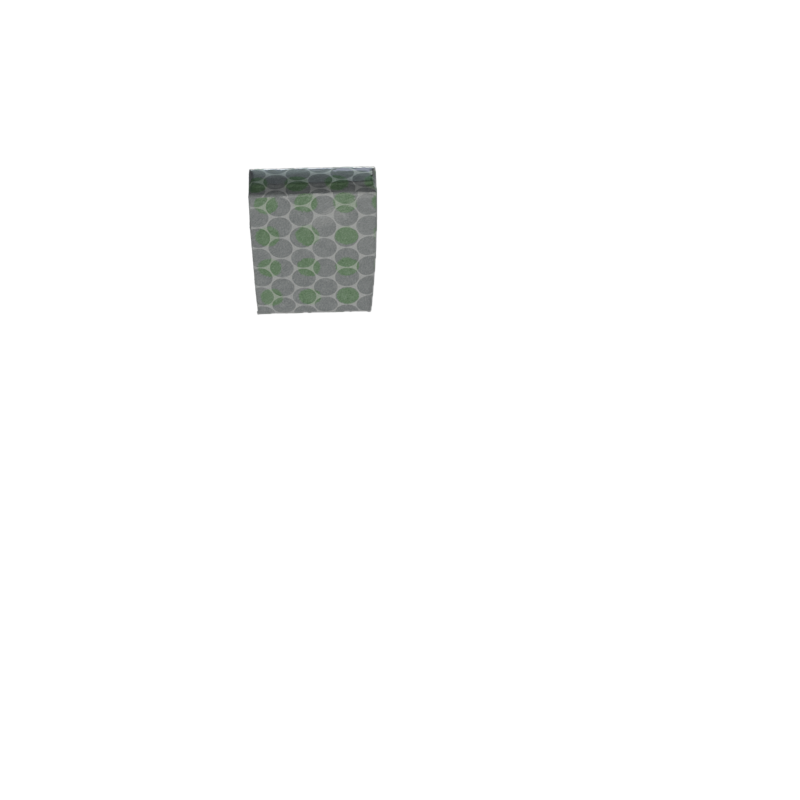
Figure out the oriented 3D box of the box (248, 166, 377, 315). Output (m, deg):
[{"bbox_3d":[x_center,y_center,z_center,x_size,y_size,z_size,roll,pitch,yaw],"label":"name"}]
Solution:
[{"bbox_3d":[-0.062,-0.114,0.798,0.090,0.106,0.042,0,40,-1],"label":"box"}]
